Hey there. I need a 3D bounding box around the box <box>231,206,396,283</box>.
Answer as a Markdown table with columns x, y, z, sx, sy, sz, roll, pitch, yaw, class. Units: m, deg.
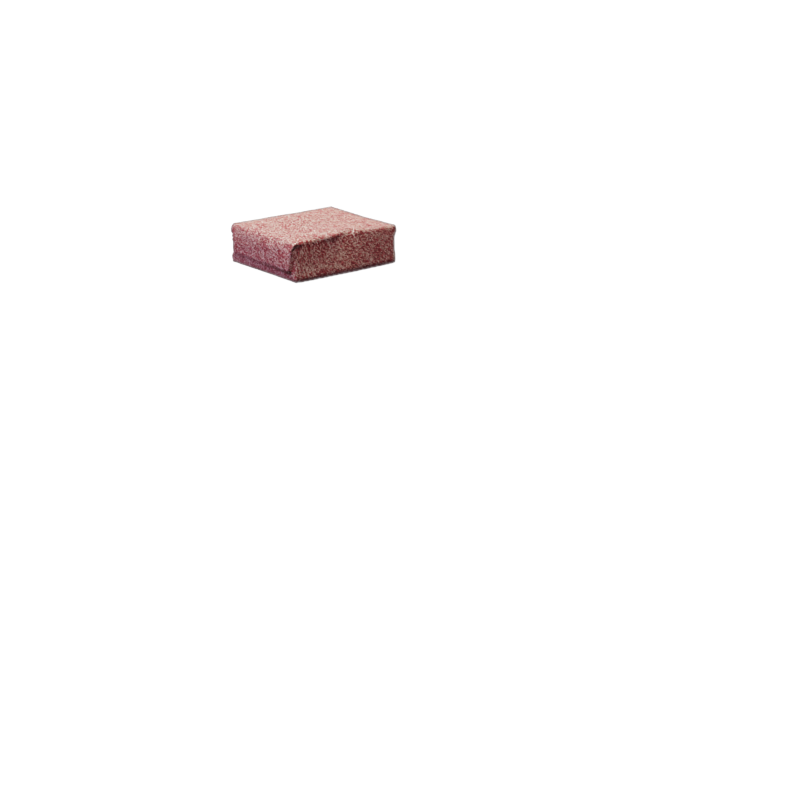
| x | y | z | sx | sy | sz | roll | pitch | yaw | class |
| --- | --- | --- | --- | --- | --- | --- | --- | --- | --- |
| -0.059 | -0.108 | 0.755 | 0.087 | 0.029 | 0.078 | -16 | 26 | -36 | box |
